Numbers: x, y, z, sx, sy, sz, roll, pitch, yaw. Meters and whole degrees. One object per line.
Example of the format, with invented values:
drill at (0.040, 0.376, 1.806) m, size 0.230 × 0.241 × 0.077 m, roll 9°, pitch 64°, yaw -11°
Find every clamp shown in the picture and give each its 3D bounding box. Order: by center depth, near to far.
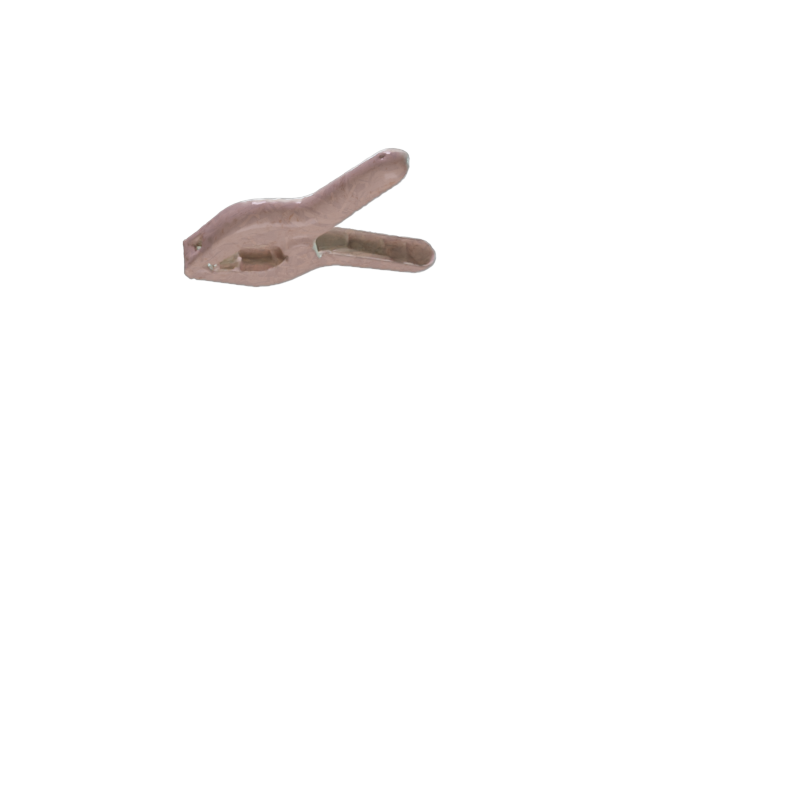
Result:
clamp at (-0.059, -0.107, 0.747) m, size 0.173 × 0.042 × 0.111 m, roll -13°, pitch -38°, yaw 17°
